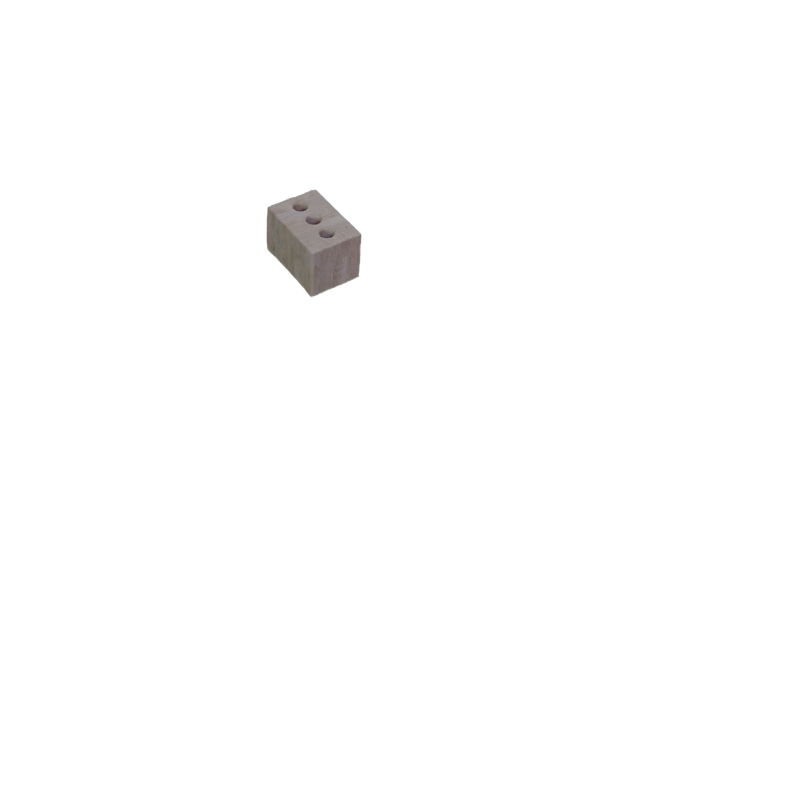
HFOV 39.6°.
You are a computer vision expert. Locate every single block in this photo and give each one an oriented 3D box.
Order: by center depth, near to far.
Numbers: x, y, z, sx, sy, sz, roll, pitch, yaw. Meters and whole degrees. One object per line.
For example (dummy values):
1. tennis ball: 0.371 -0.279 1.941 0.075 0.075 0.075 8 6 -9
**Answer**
1. block: -0.076 -0.139 0.975 0.052 0.048 0.084 -24 49 -24
